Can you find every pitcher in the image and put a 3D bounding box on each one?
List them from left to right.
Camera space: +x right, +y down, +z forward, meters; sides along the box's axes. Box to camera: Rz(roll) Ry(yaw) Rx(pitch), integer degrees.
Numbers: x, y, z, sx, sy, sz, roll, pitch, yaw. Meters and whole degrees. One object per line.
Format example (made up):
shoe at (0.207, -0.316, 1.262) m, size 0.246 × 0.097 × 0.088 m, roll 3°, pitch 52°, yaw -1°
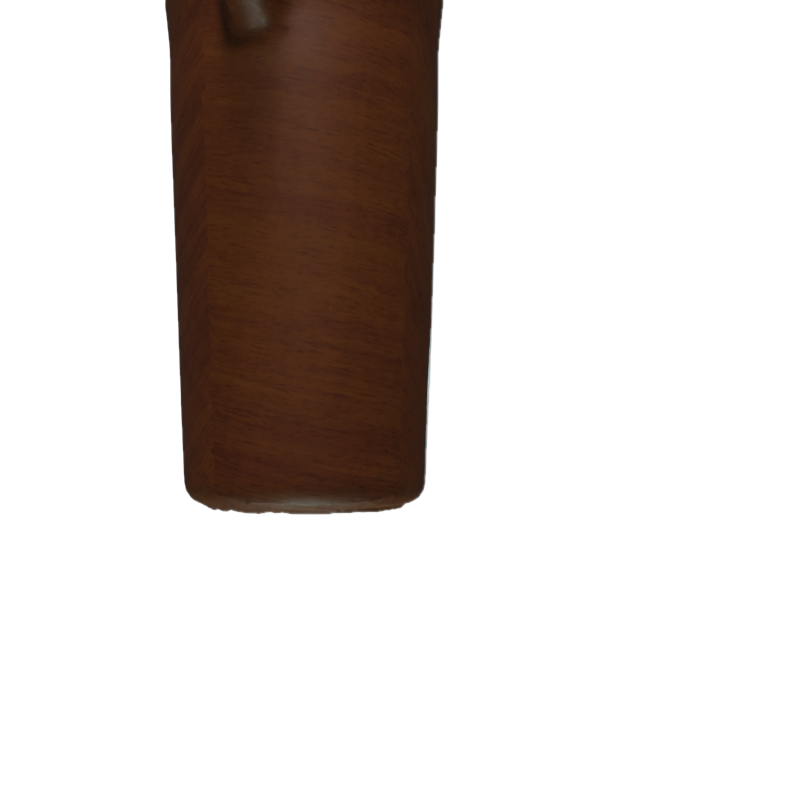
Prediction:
pitcher at (-0.041, -0.075, 0.524) m, size 0.144 × 0.248 × 0.148 m, roll 4°, pitch -8°, yaw -30°
